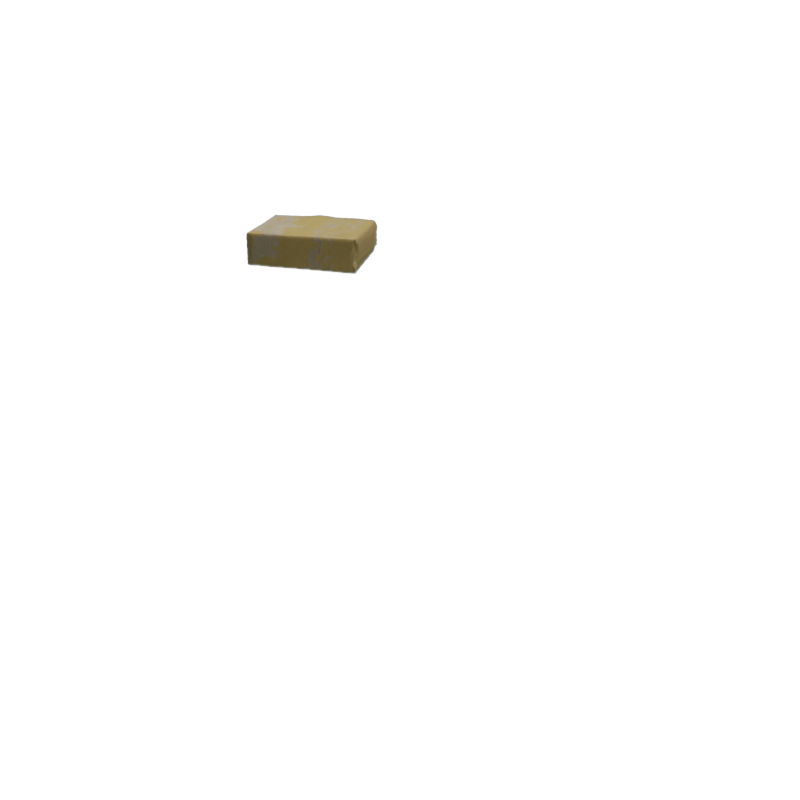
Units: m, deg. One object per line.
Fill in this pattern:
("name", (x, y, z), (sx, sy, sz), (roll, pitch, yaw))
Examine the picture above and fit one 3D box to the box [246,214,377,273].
("box", (-0.069, -0.125, 0.879), (0.091, 0.029, 0.074), (5, 20, 13))
